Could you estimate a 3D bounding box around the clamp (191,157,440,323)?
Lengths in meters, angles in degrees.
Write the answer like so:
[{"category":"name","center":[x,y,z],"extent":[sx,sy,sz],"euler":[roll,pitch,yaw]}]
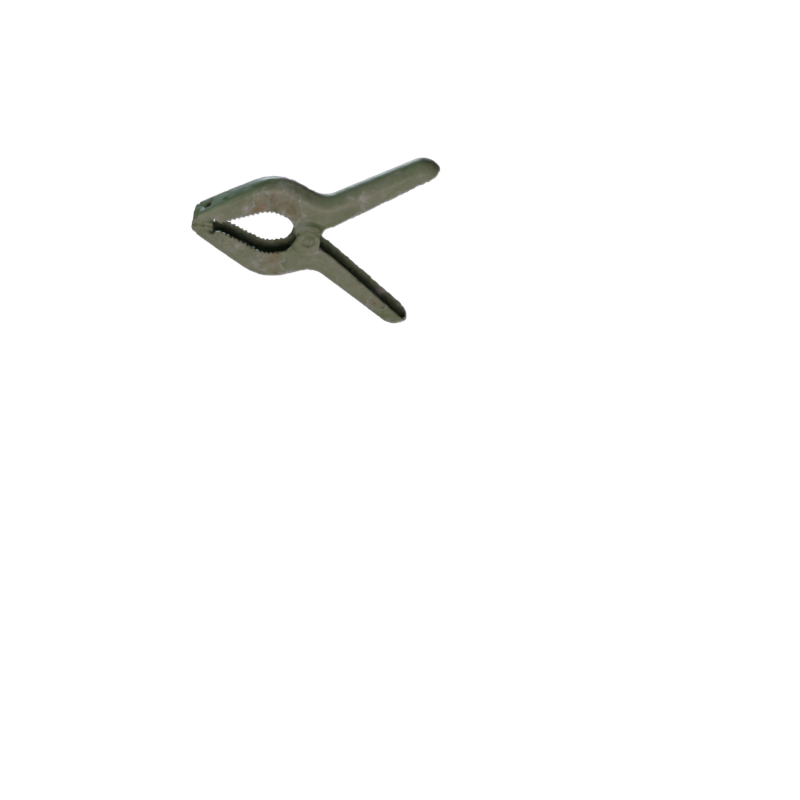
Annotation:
[{"category":"clamp","center":[-0.076,-0.139,0.970],"extent":[0.210,0.155,0.039],"euler":[2,32,-1]}]
